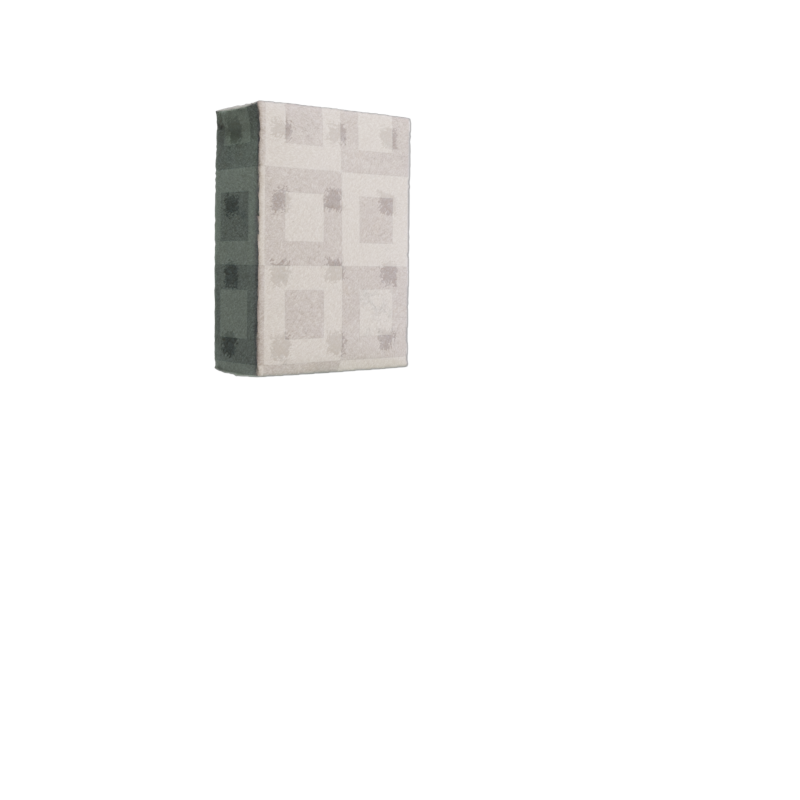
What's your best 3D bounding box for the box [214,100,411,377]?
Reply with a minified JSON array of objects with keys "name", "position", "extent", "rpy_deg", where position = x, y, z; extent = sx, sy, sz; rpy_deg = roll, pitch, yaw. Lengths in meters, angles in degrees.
[{"name":"box","position":[-0.072,-0.131,0.915],"extent":[0.158,0.214,0.074],"rpy_deg":[-1,0,-41]}]
